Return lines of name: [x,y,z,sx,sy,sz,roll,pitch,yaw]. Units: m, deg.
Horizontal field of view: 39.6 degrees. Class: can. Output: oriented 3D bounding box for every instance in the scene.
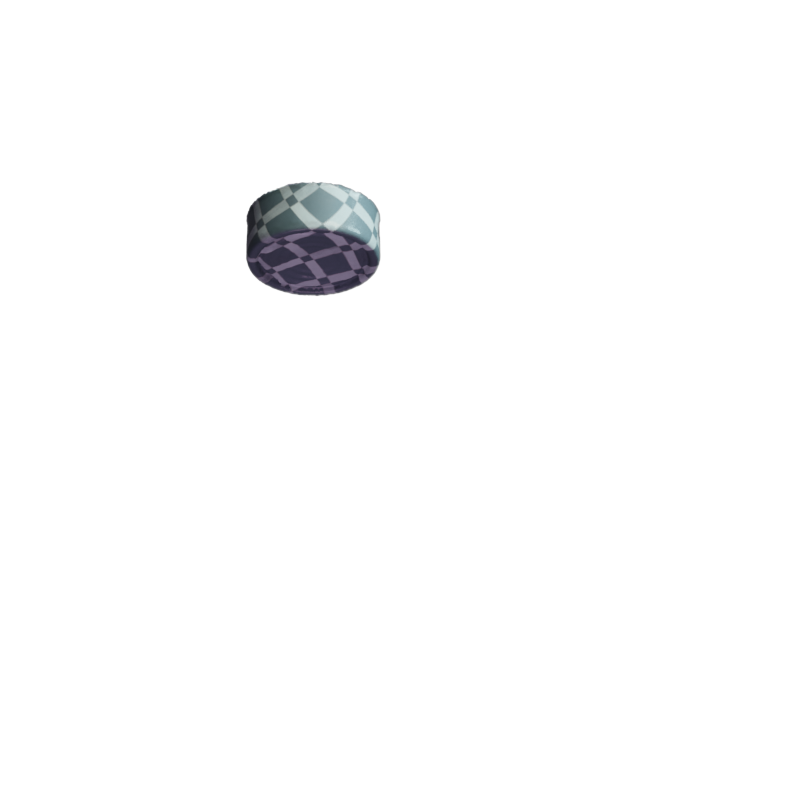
can: [-0.055,-0.100,0.702,0.086,0.036,0.081,1,-27,-2]
